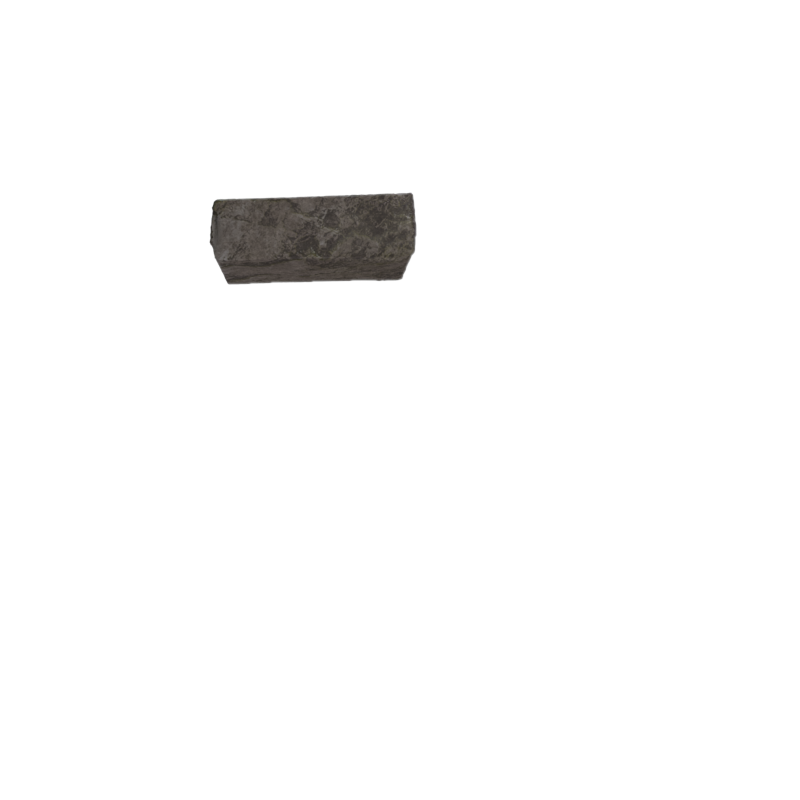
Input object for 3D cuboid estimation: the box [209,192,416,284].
[{"bbox_3d":[-0.051,-0.092,0.646,0.113,0.040,0.088,0,-4,-2],"label":"box"}]
